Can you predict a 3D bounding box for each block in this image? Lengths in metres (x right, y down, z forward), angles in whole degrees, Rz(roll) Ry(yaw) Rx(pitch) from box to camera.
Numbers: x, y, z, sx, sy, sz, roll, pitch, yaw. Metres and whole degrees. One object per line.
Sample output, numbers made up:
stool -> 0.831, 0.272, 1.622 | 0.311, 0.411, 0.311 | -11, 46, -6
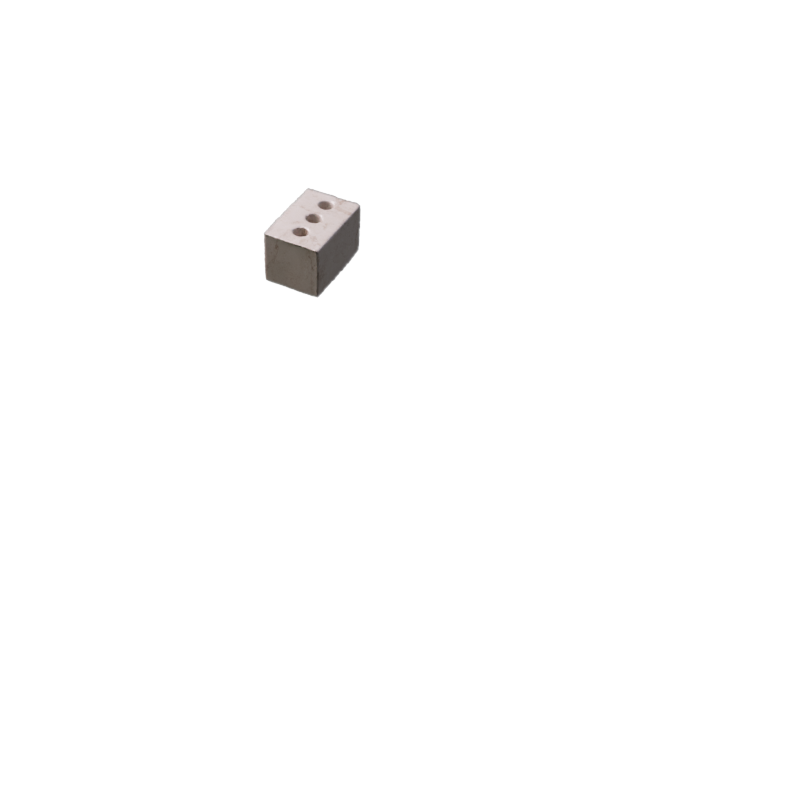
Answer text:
block -> -0.073, -0.134, 0.938 | 0.055, 0.048, 0.080 | 18, 44, 18
